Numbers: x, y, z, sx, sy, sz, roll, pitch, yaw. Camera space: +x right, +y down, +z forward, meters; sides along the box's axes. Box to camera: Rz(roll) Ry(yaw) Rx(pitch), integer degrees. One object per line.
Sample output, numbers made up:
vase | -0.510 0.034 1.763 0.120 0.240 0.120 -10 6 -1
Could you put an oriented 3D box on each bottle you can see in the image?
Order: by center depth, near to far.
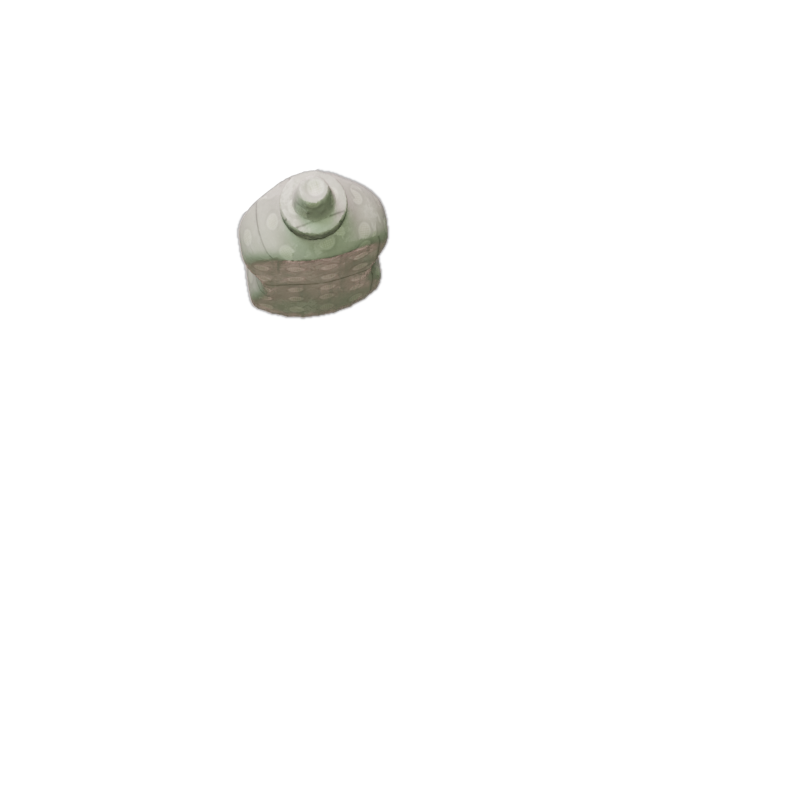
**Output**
bottle | -0.057 -0.104 0.728 0.096 0.060 0.186 -7 -10 -5
